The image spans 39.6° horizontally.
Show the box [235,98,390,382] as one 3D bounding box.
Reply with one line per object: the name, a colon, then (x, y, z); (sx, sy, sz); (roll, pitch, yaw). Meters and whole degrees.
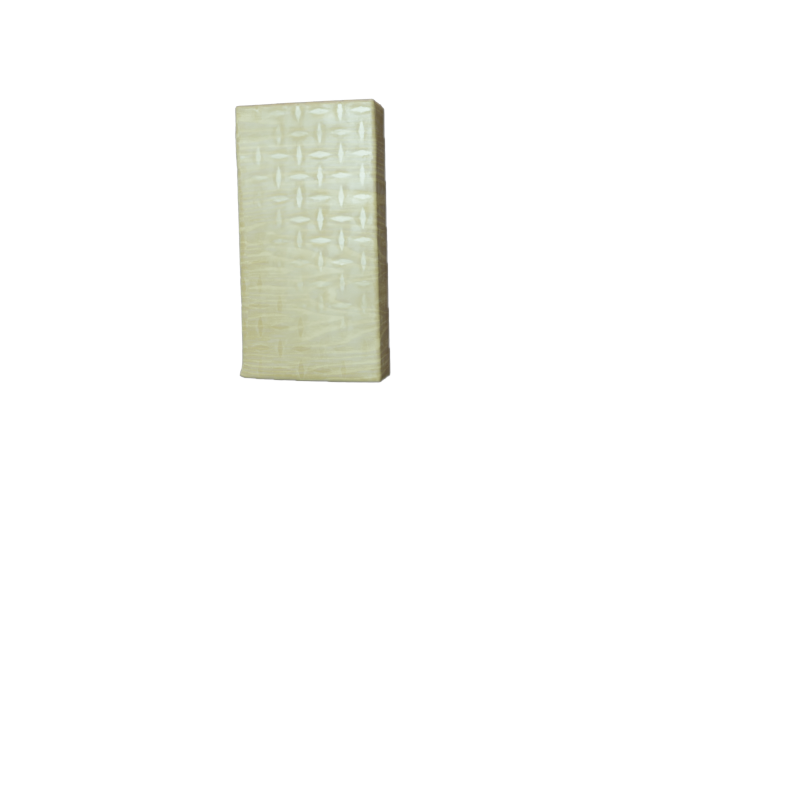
box: (-0.055, -0.101, 0.711); (0.095, 0.177, 0.047); (0, -1, 13)
